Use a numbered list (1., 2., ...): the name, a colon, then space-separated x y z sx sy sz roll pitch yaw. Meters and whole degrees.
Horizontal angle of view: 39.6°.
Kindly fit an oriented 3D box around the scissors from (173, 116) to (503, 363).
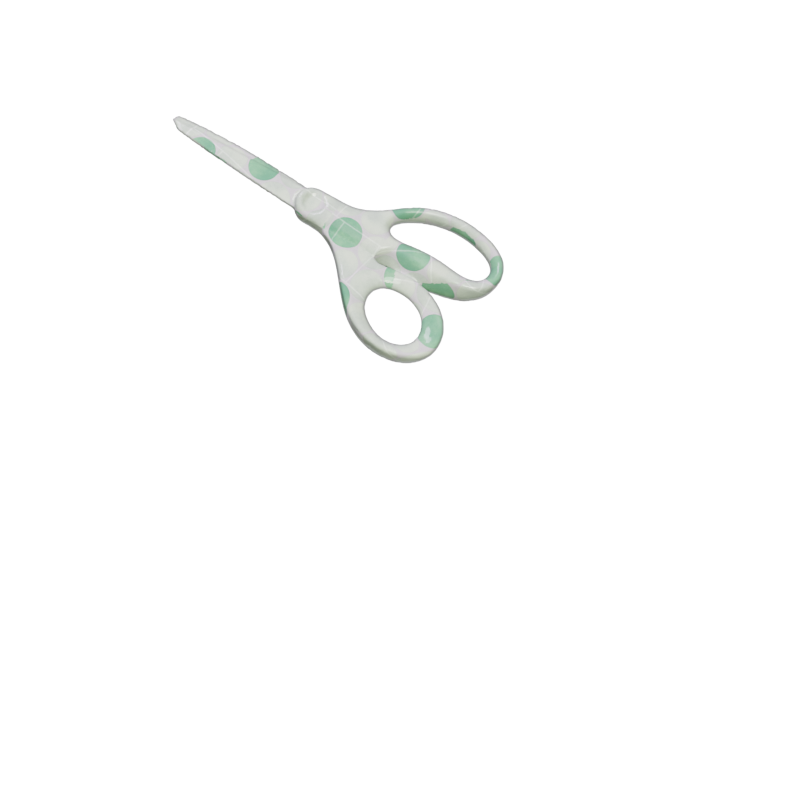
1. scissors: -0.047 -0.085 0.596 0.205 0.100 0.015 19 -23 8
